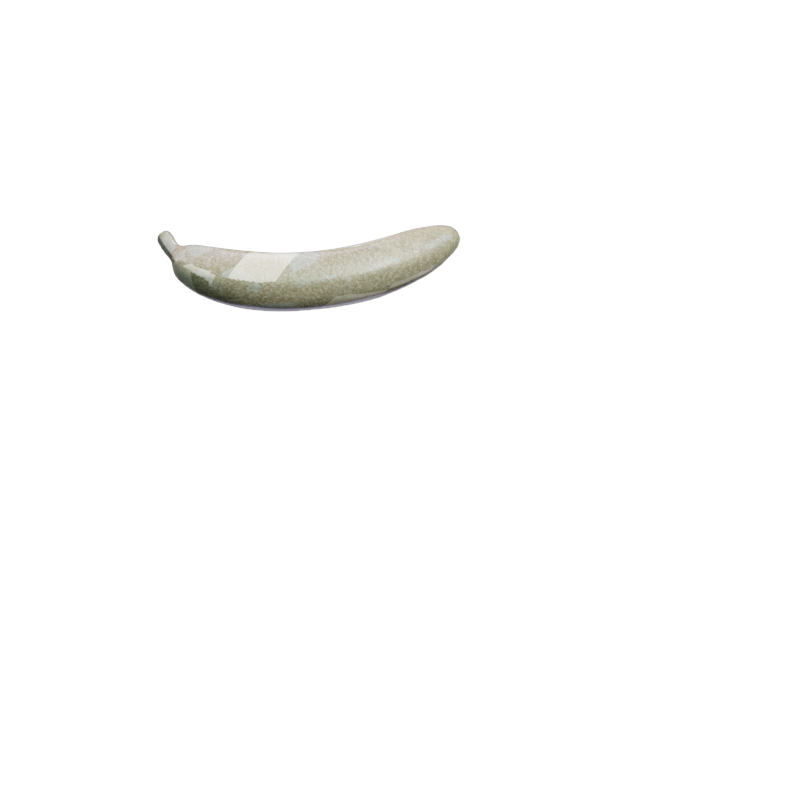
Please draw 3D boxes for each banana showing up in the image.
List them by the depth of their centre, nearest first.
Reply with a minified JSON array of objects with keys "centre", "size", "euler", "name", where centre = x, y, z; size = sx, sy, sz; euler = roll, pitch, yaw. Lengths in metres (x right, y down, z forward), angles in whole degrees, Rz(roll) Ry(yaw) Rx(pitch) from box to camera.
[{"centre":[-0.059,-0.086,0.702],"size":[0.198,0.074,0.034],"euler":[0,-37,0],"name":"banana"}]
